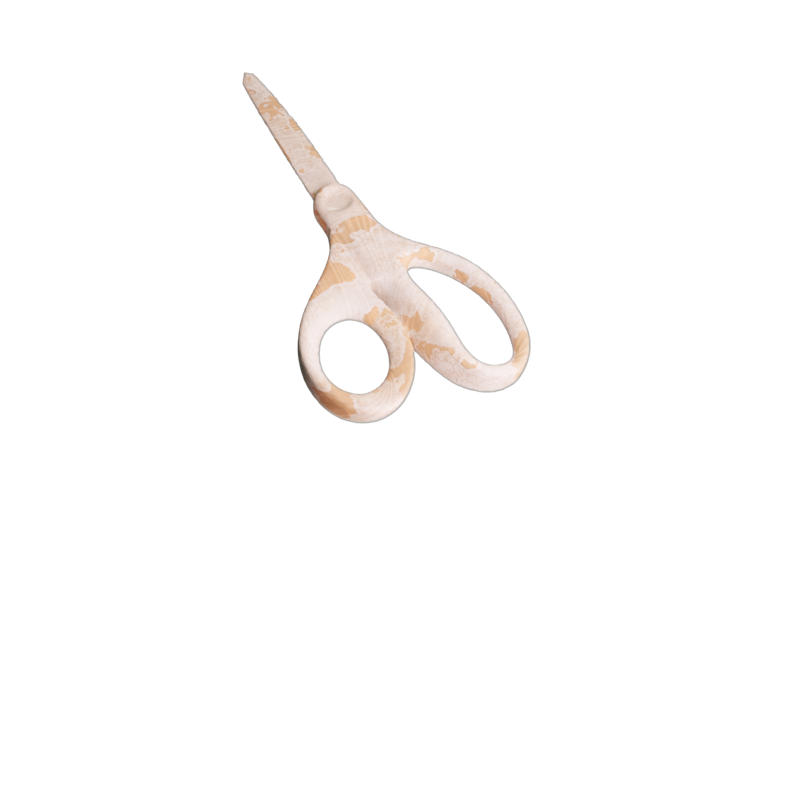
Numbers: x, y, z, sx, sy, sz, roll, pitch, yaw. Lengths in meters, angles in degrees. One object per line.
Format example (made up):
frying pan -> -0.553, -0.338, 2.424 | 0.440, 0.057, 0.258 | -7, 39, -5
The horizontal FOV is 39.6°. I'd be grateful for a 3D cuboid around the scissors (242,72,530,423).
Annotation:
scissors -> -0.036, -0.066, 0.459 | 0.097, 0.015, 0.215 | -35, 60, -24
